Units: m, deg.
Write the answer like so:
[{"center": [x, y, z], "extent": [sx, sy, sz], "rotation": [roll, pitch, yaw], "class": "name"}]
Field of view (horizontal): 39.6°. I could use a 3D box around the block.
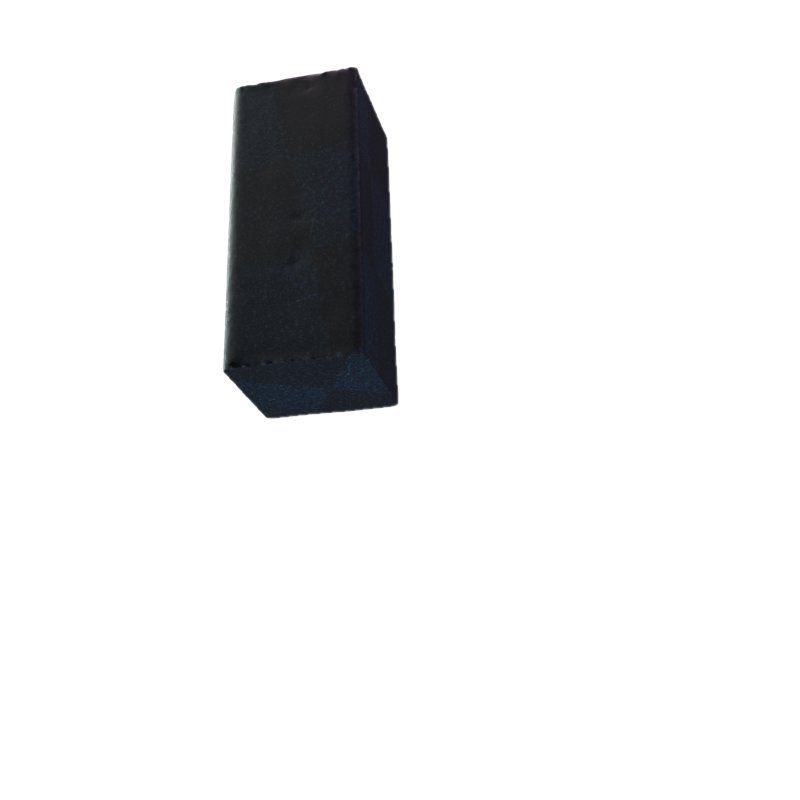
[{"center": [-0.058, -0.104, 0.727], "extent": [0.091, 0.219, 0.084], "rotation": [-8, -27, 12], "class": "block"}]
